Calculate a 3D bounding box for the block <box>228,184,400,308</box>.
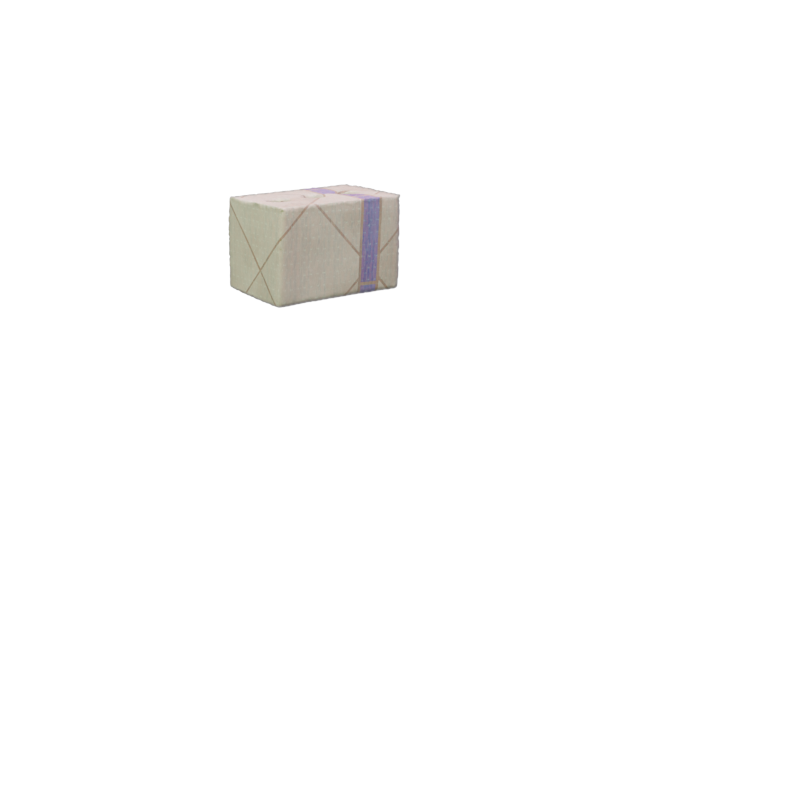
[{"bbox_3d":[-0.046,-0.084,0.590,0.076,0.050,0.056,-12,20,-36],"label":"block"}]
